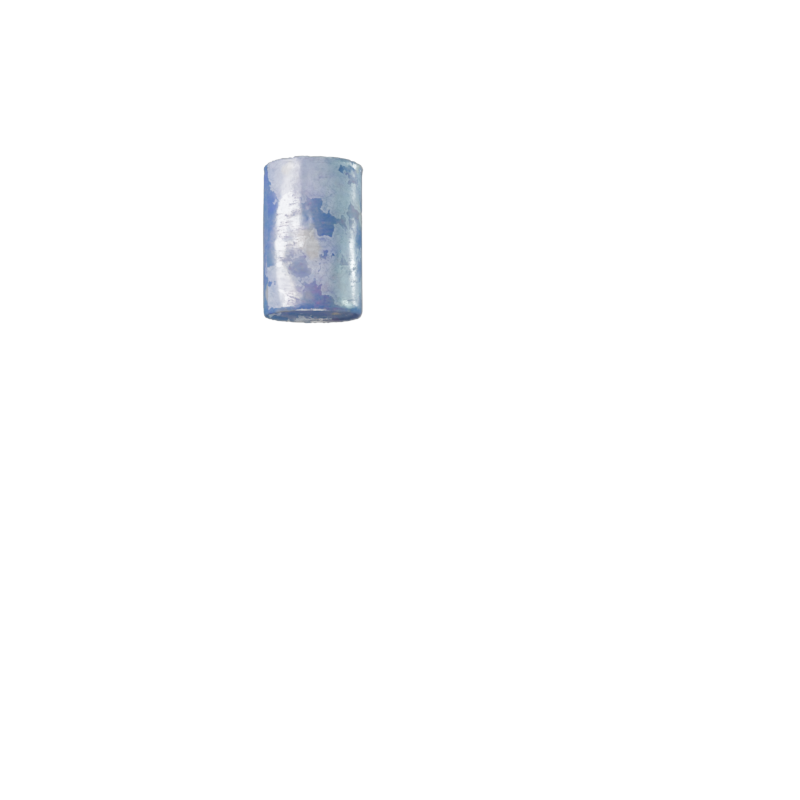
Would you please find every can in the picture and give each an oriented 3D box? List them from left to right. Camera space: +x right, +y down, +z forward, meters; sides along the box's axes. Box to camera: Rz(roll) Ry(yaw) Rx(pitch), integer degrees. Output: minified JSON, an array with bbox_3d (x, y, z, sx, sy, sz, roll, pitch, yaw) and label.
[{"bbox_3d":[-0.058,-0.106,0.745,0.068,0.105,0.067,0,-9,-2],"label":"can"}]
